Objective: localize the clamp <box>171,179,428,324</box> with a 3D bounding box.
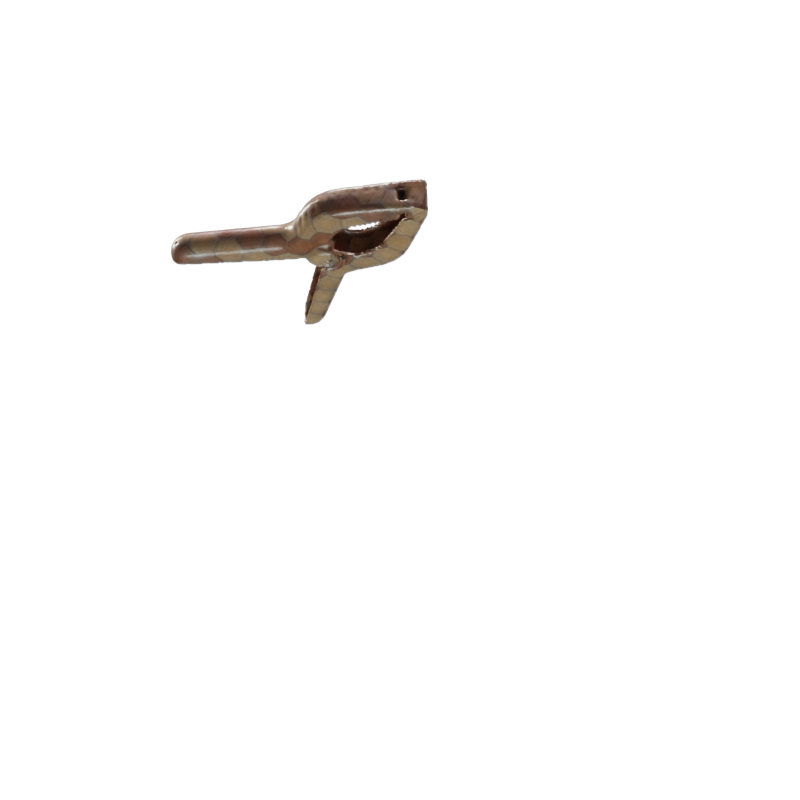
[{"bbox_3d":[-0.069,-0.125,0.879,0.155,0.039,0.210,20,-31,-37],"label":"clamp"}]
